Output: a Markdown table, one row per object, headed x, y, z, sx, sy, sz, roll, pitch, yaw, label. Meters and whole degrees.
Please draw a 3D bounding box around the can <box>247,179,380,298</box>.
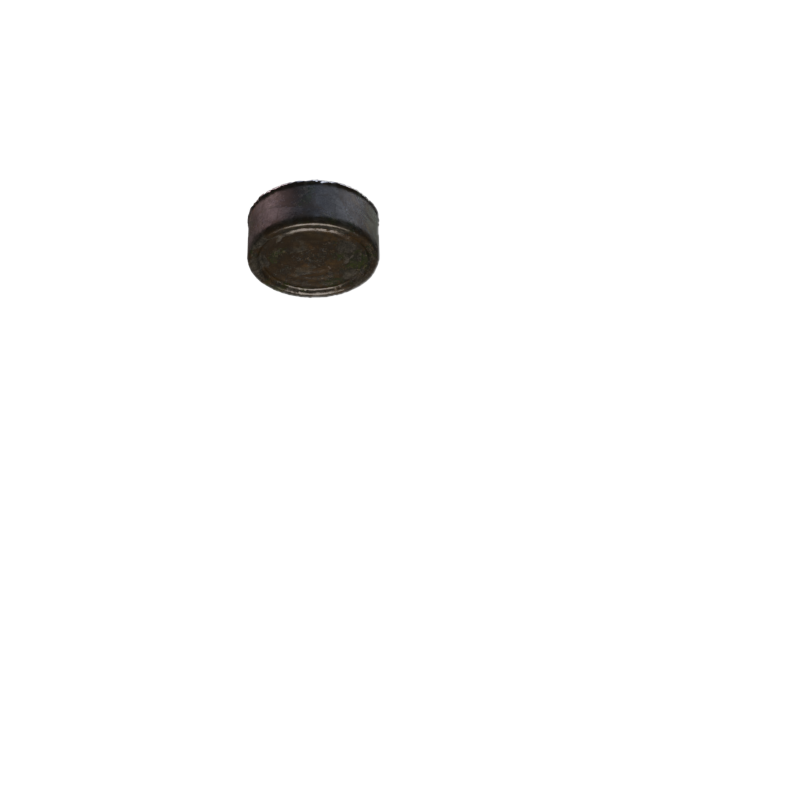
| x | y | z | sx | sy | sz | roll | pitch | yaw | label |
| --- | --- | --- | --- | --- | --- | --- | --- | --- | --- |
| -0.056 | -0.102 | 0.711 | 0.086 | 0.036 | 0.080 | 1 | -31 | -2 | can |
